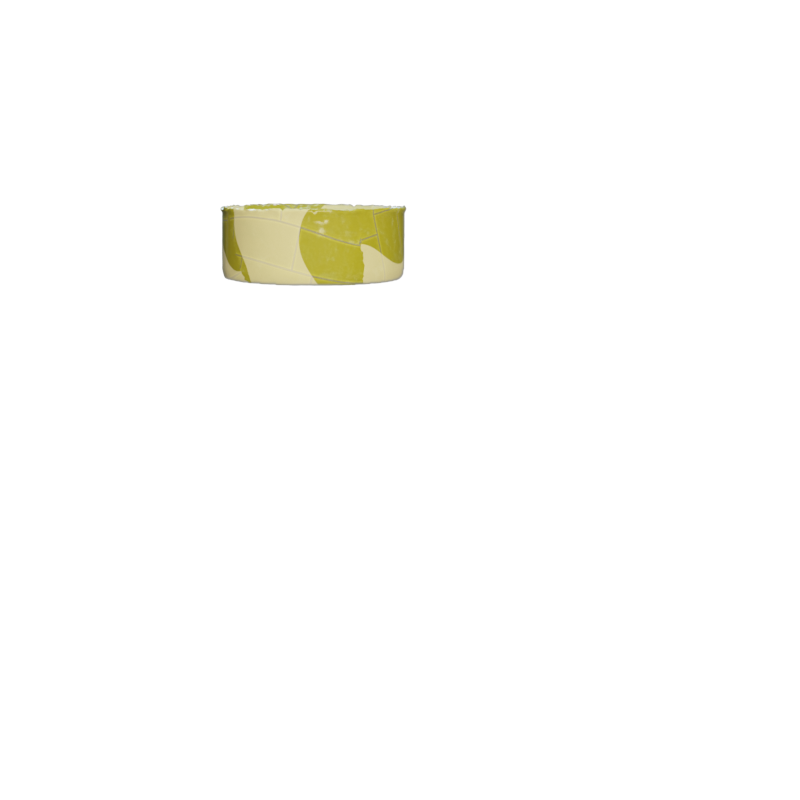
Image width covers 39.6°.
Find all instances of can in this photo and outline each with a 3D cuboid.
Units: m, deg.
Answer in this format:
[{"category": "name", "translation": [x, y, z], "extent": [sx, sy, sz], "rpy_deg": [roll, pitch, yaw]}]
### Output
[{"category": "can", "translation": [-0.040, -0.073, 0.513], "extent": [0.086, 0.033, 0.088], "rpy_deg": [0, 10, -2]}]
